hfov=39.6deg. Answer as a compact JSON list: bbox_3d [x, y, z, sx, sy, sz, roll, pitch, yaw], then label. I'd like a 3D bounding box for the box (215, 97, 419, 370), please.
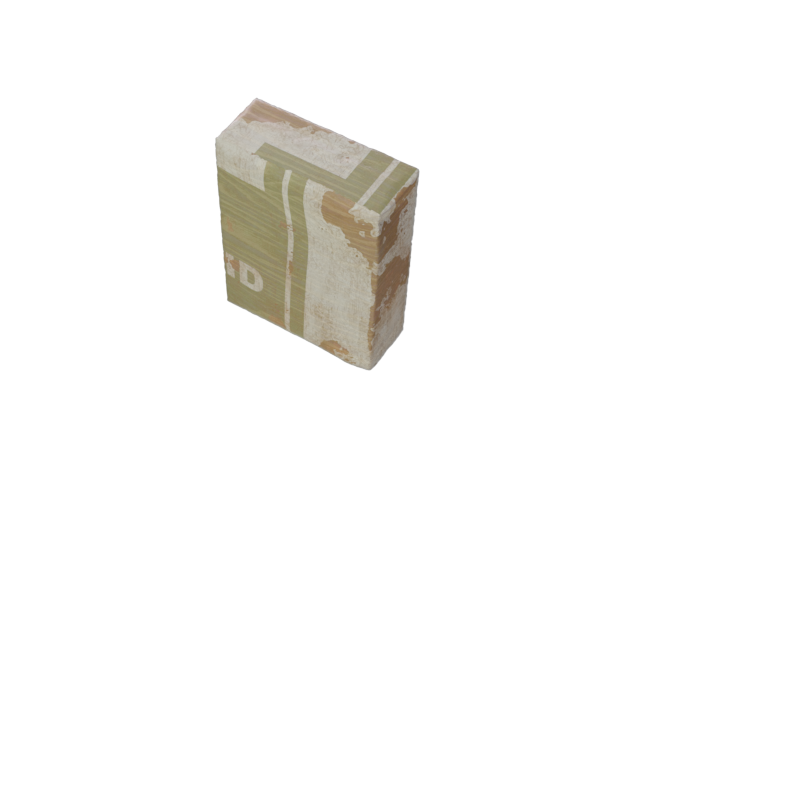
[{"bbox_3d":[-0.076,-0.139,0.977,0.171,0.074,0.199,28,-34,18],"label":"box"}]
